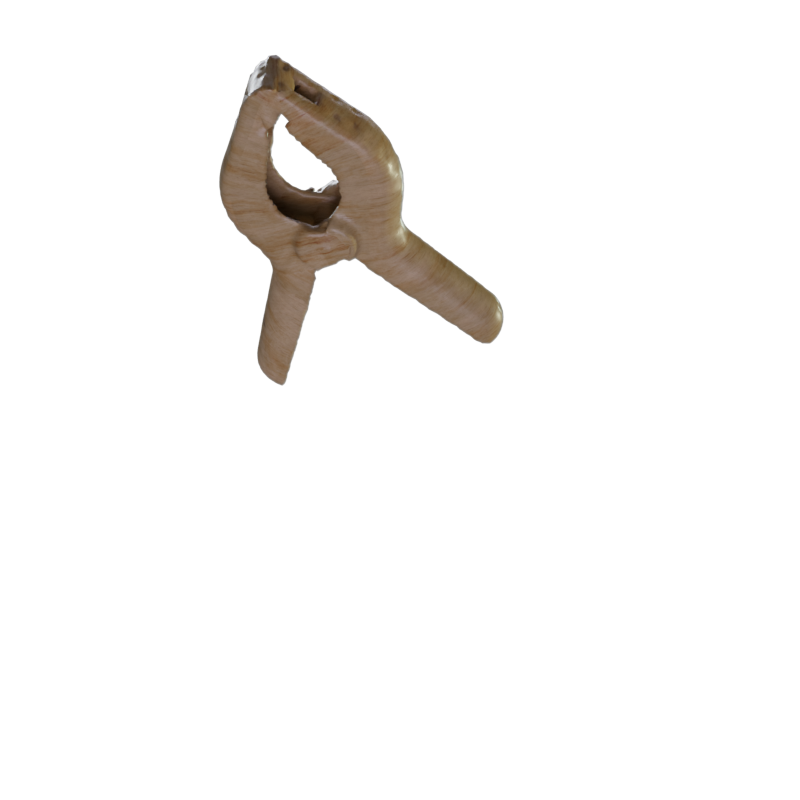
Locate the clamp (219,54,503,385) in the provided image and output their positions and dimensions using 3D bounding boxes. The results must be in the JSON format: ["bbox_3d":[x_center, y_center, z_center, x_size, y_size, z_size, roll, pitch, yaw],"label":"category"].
[{"bbox_3d":[-0.039,-0.071,0.497,0.120,0.160,0.042,-23,34,16],"label":"clamp"}]
